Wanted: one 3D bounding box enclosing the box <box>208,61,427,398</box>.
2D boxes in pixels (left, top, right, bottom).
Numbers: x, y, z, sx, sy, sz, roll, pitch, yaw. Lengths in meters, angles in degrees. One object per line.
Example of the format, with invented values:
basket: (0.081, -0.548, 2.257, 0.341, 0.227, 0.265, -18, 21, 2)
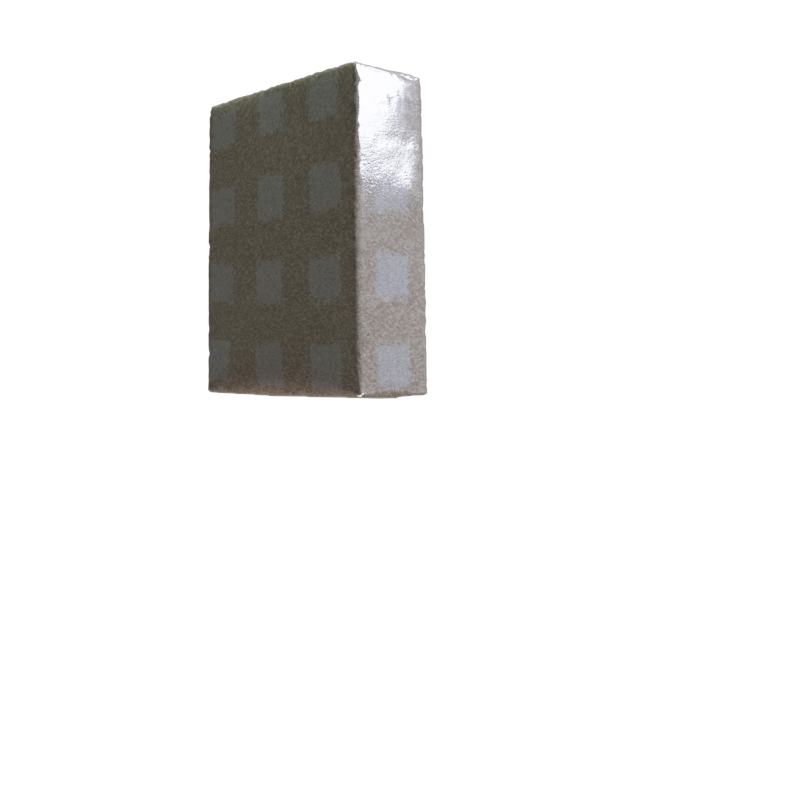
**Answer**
box: (-0.060, -0.110, 0.772, 0.069, 0.217, 0.169, 5, -6, -43)
